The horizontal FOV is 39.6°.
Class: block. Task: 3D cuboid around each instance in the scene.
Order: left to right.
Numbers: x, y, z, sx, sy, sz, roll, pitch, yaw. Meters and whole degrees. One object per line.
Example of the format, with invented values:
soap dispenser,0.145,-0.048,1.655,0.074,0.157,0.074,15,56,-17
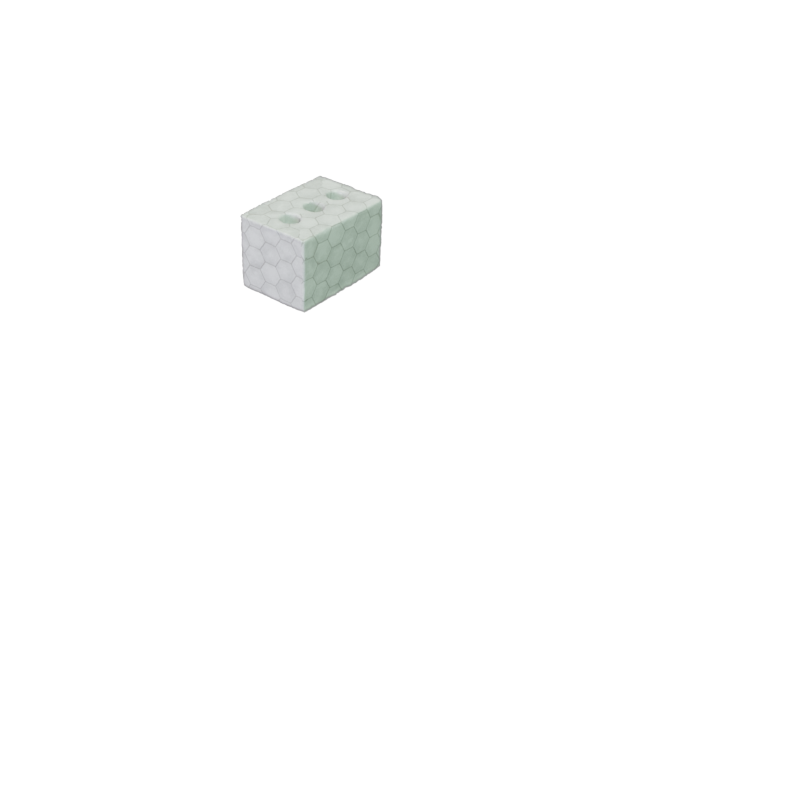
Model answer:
block,-0.054,-0.099,0.693,0.056,0.048,0.078,23,39,30
